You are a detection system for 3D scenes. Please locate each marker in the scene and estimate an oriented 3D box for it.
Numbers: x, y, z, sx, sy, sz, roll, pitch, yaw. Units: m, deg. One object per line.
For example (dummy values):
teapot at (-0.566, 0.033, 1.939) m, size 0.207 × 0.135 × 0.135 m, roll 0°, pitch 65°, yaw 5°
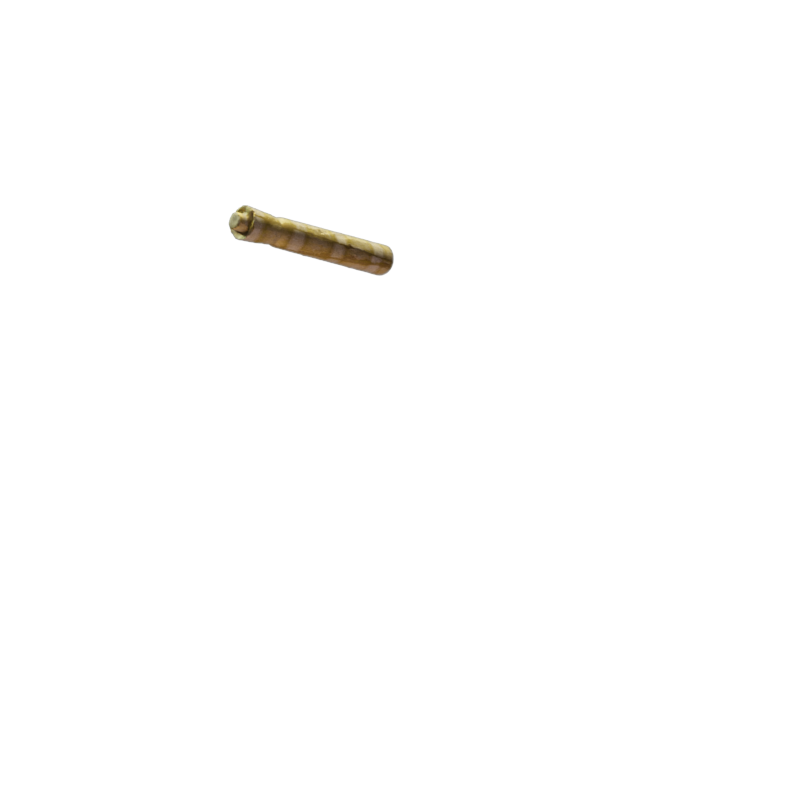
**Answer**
marker at (-0.048, -0.088, 0.616) m, size 0.021 × 0.020 × 0.115 m, roll 4°, pitch -3°, yaw 42°
